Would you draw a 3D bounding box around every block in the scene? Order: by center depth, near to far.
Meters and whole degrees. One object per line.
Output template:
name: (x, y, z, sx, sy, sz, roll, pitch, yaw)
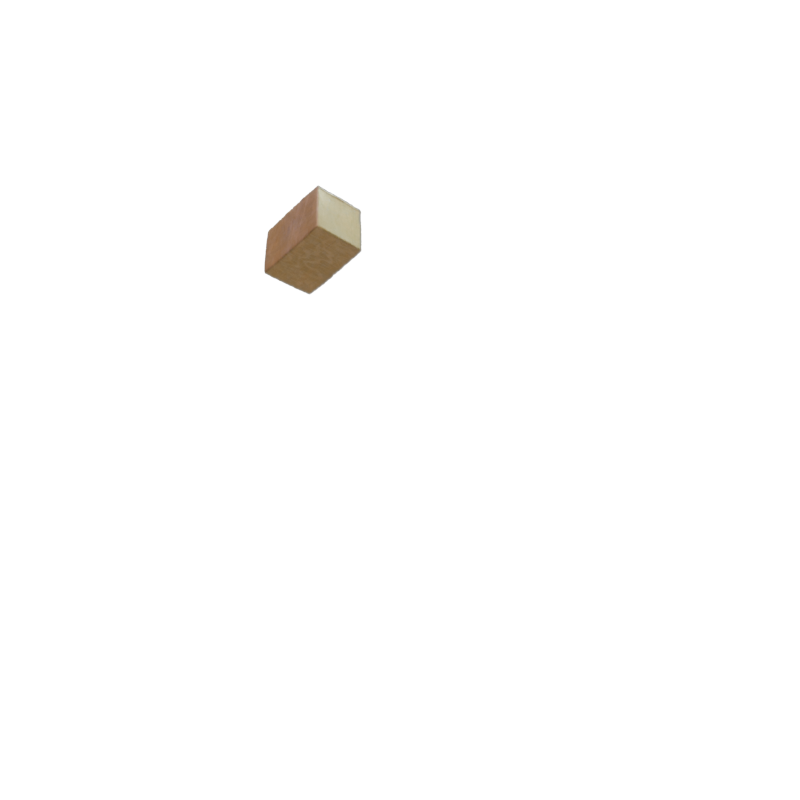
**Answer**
block: (-0.078, -0.142, 0.997, 0.050, 0.055, 0.077, 28, -48, -31)
